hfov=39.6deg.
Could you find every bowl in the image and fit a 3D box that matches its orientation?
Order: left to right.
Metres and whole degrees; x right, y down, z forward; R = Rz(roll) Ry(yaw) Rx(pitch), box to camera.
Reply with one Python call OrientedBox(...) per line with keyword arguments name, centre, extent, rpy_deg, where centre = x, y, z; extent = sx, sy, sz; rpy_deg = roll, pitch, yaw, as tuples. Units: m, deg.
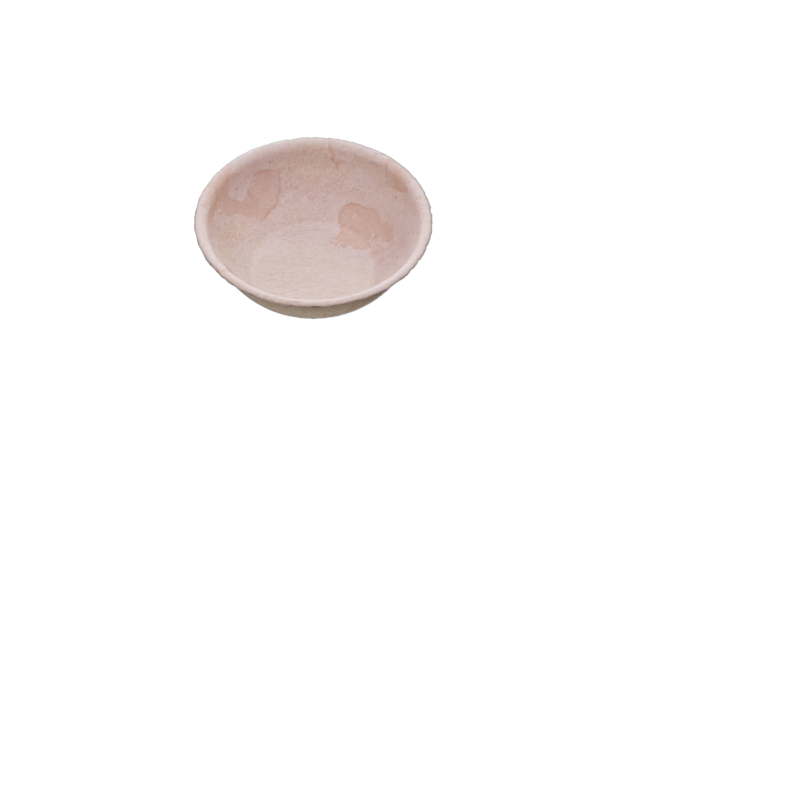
OrientedBox(name="bowl", centre=(-0.060, -0.110, 0.769), extent=(0.162, 0.174, 0.051), rpy_deg=(-1, -40, -1))
